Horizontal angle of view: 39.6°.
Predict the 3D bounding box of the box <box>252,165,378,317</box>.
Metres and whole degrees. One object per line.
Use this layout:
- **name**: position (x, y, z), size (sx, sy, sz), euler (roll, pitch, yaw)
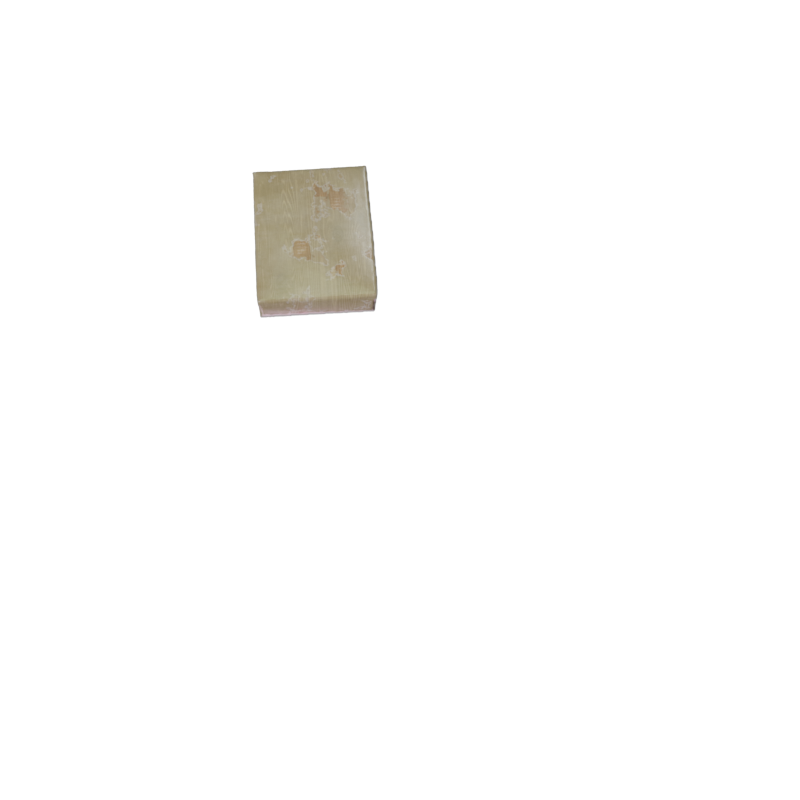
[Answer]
- **box**: position (-0.067, -0.122, 0.851), size (0.090, 0.120, 0.037), euler (-4, -25, -2)
